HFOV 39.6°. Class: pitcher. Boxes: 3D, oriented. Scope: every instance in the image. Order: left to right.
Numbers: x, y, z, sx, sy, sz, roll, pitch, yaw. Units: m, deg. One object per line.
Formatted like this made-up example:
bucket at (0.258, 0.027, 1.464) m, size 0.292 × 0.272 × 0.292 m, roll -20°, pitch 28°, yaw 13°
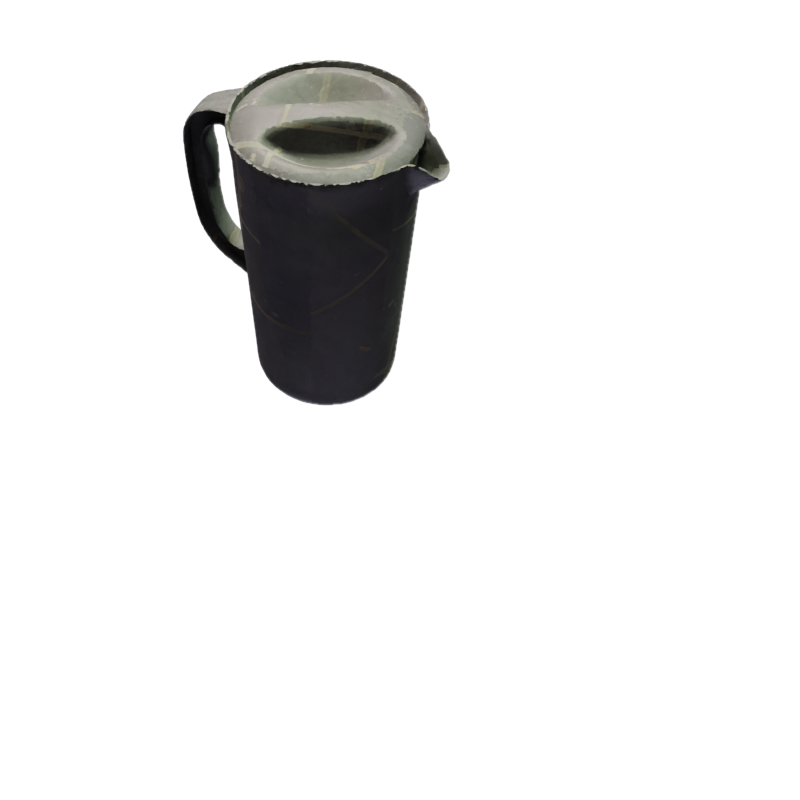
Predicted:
pitcher at (-0.062, -0.114, 0.796) m, size 0.143 × 0.161 × 0.226 m, roll -17°, pitch -40°, yaw -18°
